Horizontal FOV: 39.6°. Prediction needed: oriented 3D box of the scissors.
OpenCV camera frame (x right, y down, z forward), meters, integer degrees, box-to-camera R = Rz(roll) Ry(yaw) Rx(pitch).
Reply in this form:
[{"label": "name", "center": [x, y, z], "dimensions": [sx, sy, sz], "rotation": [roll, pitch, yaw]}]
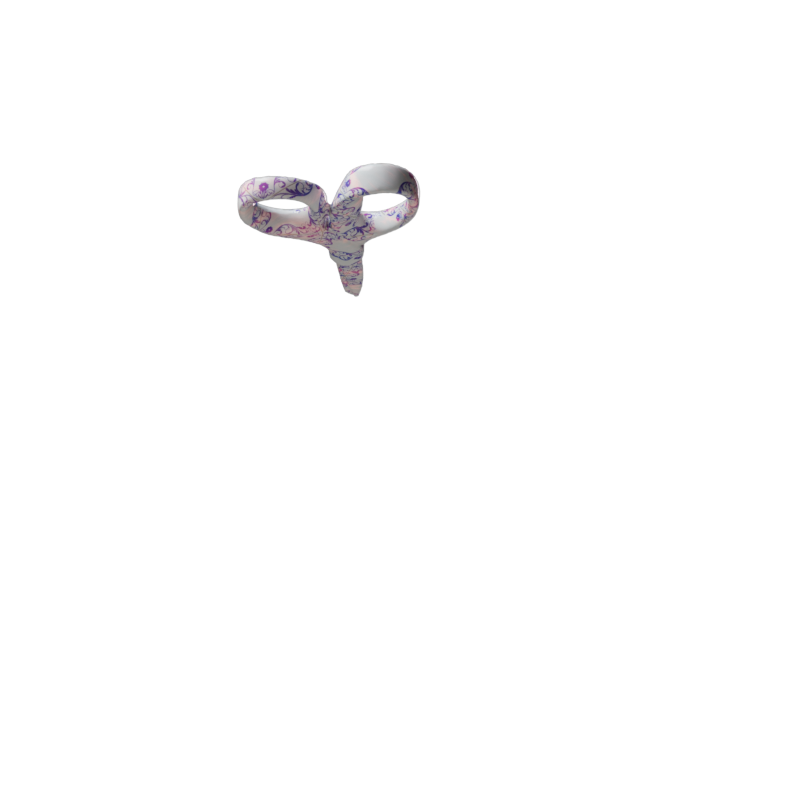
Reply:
[{"label": "scissors", "center": [-0.046, -0.084, 0.592], "dimensions": [0.094, 0.016, 0.198], "rotation": [3, -11, -15]}]
